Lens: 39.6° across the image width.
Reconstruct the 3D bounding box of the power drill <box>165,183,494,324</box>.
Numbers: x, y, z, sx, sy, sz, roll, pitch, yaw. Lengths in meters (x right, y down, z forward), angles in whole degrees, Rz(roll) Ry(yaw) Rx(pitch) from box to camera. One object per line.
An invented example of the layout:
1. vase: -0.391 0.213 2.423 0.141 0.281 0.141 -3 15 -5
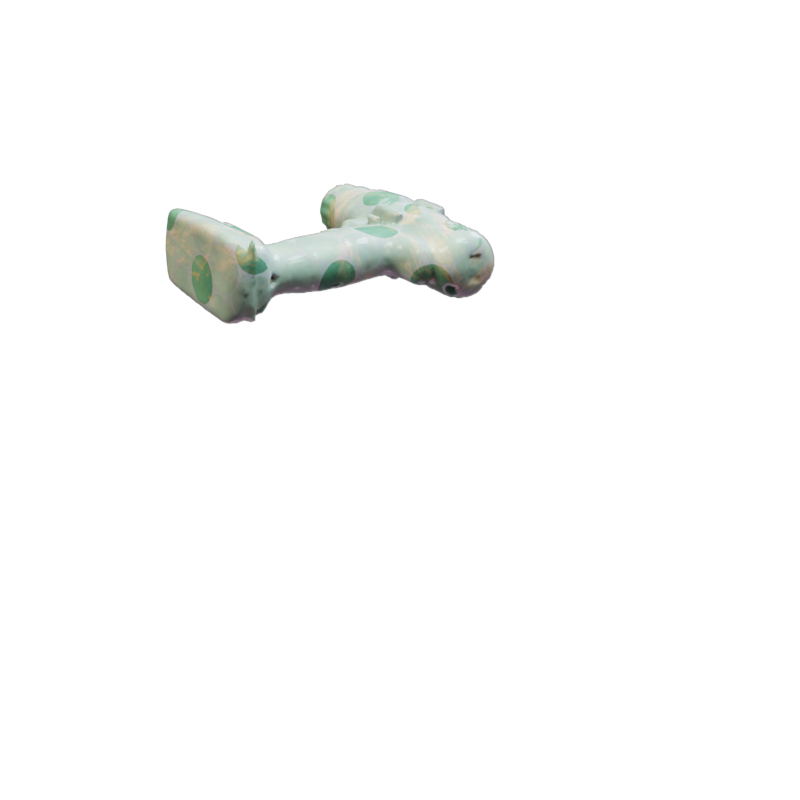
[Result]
1. power drill: -0.059 -0.107 0.749 0.183 0.055 0.196 -13 25 -29
